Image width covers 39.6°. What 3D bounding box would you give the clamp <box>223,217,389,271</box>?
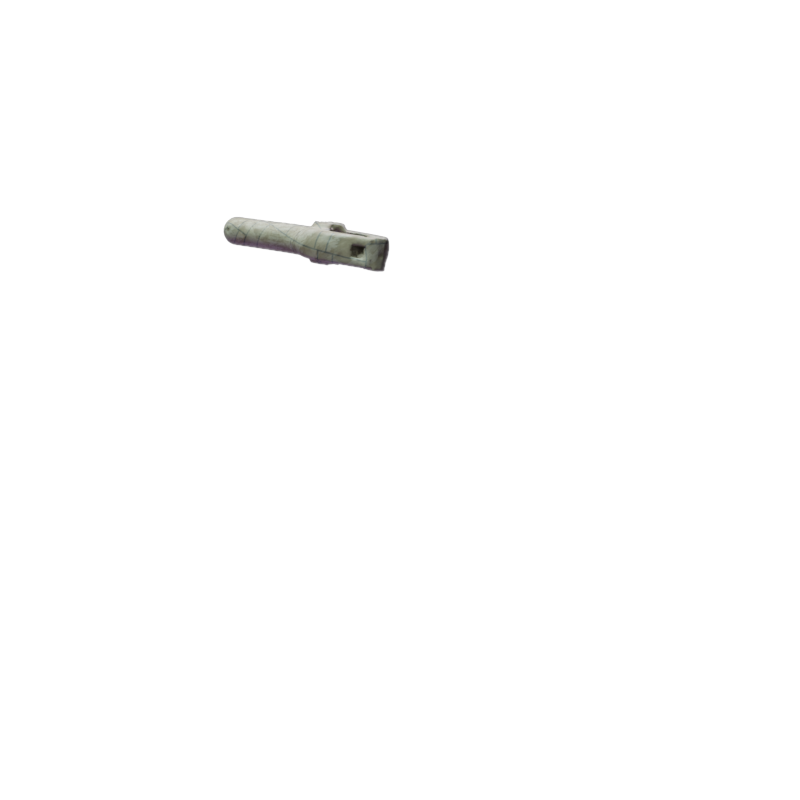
[{"bbox_3d":[-0.074,-0.134,0.940,0.117,0.038,0.179,-5,12,-25],"label":"clamp"}]
